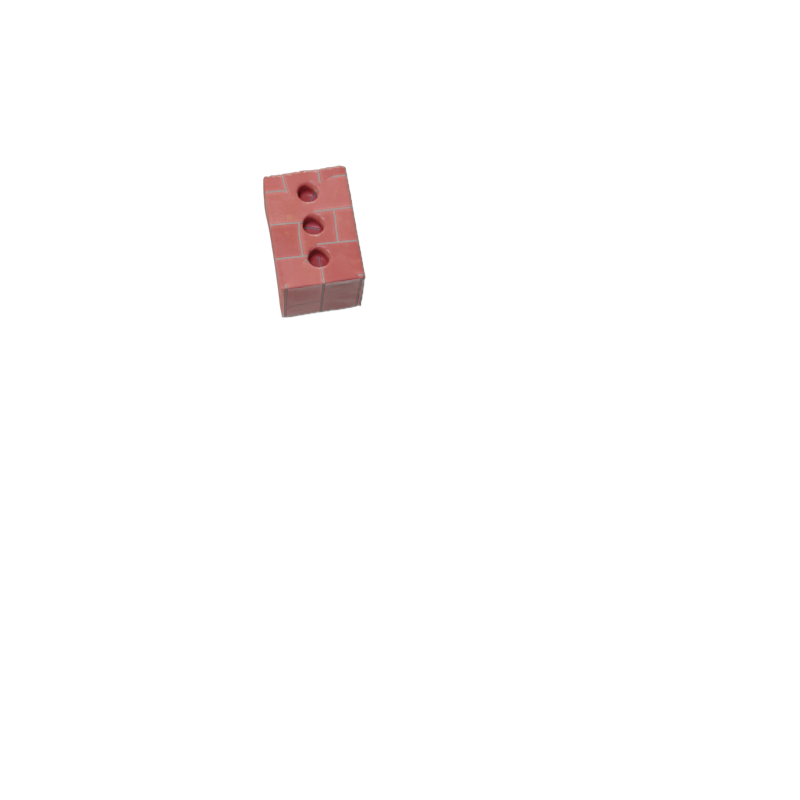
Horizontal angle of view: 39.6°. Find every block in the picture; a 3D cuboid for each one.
[{"bbox_3d":[-0.054,-0.098,0.684,0.052,0.082,0.049,-9,-22,-5],"label":"block"}]
